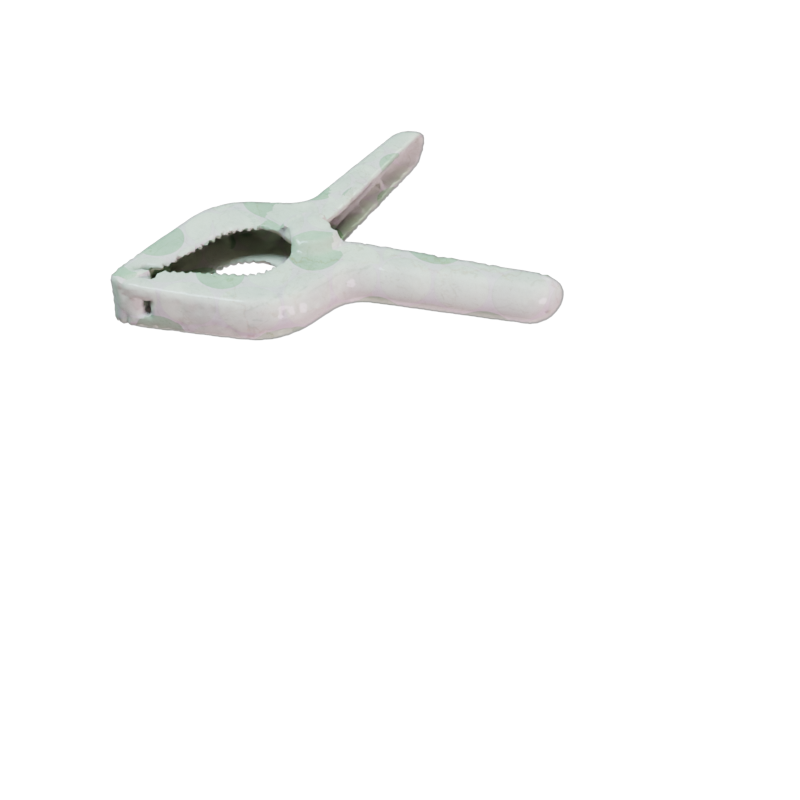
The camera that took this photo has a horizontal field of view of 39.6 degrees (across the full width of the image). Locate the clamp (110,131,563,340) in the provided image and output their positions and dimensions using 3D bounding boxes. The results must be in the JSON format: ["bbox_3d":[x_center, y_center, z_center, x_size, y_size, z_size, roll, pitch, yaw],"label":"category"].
[{"bbox_3d":[-0.045,-0.082,0.571,0.207,0.034,0.178,-11,41,-12],"label":"clamp"}]
